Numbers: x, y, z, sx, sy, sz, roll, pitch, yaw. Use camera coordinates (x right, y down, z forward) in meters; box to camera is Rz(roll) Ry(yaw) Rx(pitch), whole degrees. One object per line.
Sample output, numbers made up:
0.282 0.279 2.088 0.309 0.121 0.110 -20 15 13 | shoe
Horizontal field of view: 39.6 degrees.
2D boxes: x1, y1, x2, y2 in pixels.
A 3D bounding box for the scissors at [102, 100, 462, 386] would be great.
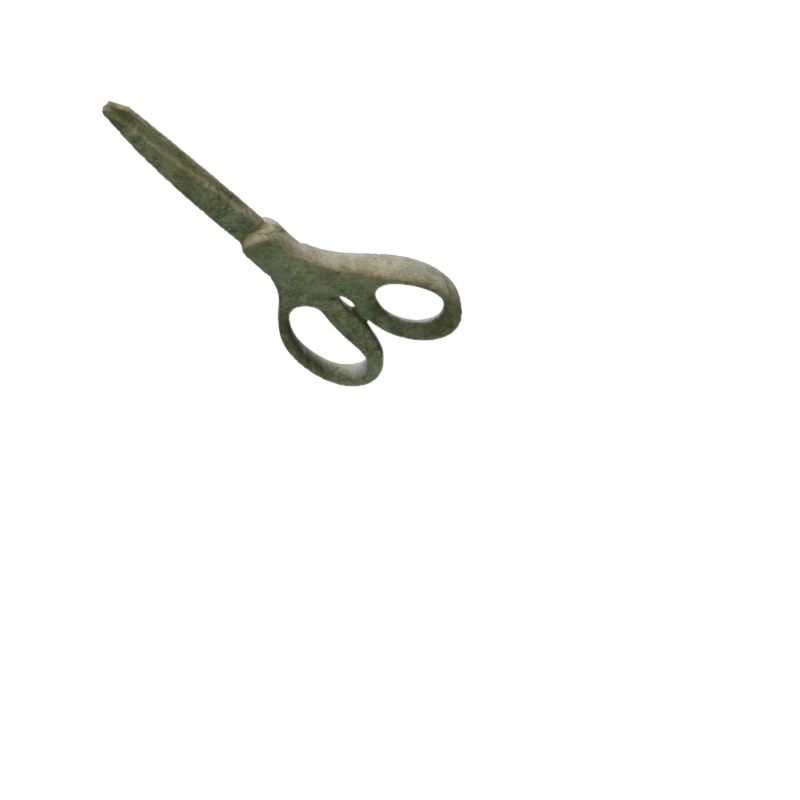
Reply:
-0.038 -0.068 0.479 0.097 0.017 0.186 -13 -39 16 | scissors
